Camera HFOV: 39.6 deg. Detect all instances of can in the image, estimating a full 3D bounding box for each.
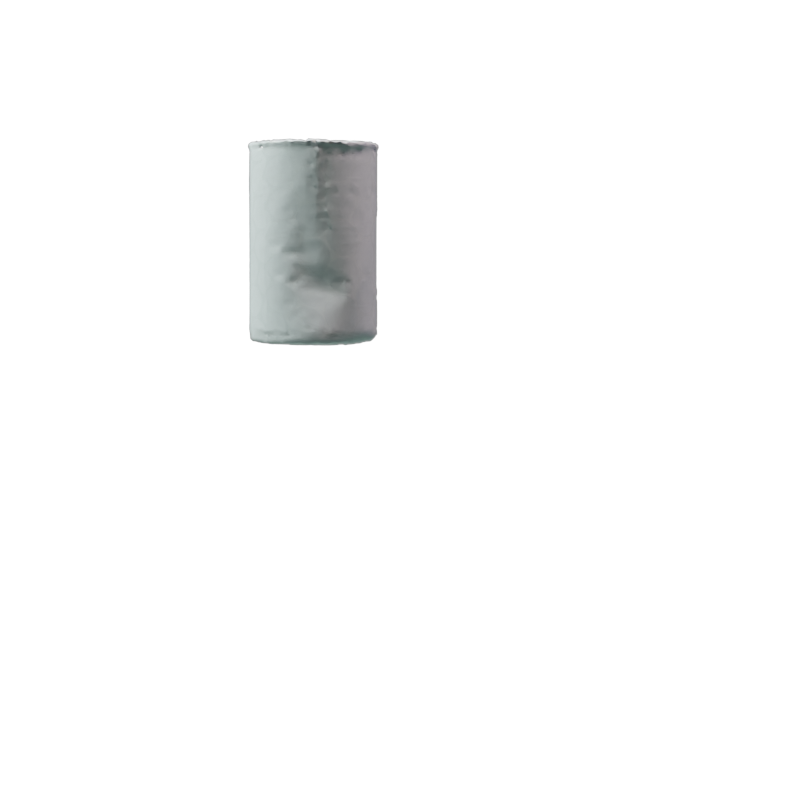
[{"bbox_3d":[-0.045,-0.082,0.576,0.068,0.102,0.069,0,3,-2],"label":"can"}]
